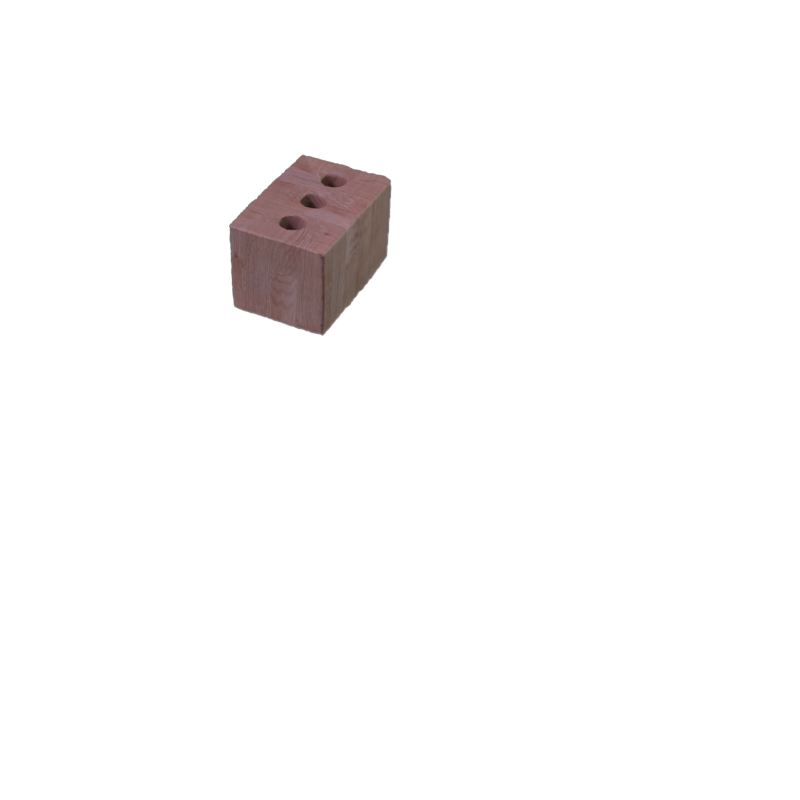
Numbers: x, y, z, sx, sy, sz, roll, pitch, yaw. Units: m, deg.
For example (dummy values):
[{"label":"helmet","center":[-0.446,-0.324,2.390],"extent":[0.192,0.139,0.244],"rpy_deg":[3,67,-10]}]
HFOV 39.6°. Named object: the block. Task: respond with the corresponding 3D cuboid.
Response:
[{"label":"block","center":[-0.044,-0.079,0.557],"extent":[0.055,0.048,0.080],"rpy_deg":[17,42,18]}]
